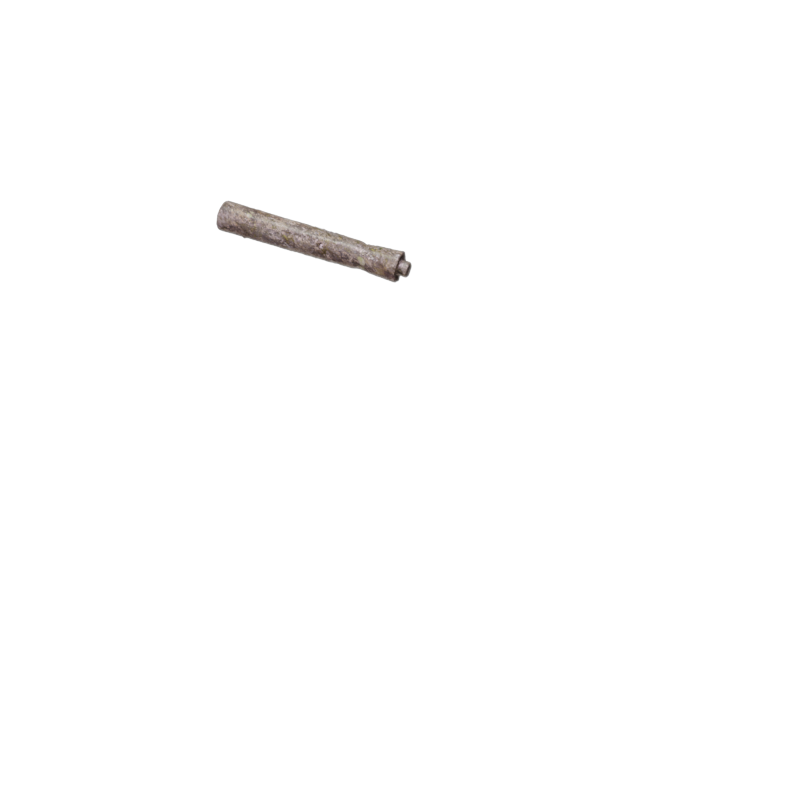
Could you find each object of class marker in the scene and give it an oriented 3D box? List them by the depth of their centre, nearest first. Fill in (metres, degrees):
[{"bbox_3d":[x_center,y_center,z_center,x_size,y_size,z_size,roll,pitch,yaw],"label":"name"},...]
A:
[{"bbox_3d":[-0.051,-0.094,0.656,0.125,0.019,0.019,19,9,18],"label":"marker"}]
